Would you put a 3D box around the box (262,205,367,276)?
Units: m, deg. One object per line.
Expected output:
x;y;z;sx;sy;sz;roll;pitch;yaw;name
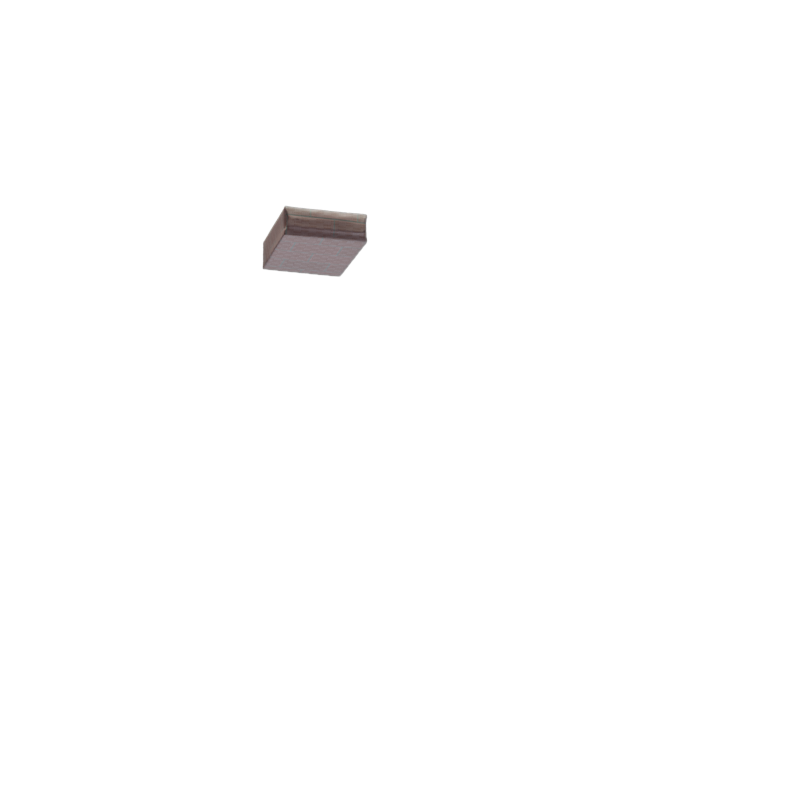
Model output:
-0.075;-0.137;0.962;0.071;0.031;0.087;4;-16;-16;box
